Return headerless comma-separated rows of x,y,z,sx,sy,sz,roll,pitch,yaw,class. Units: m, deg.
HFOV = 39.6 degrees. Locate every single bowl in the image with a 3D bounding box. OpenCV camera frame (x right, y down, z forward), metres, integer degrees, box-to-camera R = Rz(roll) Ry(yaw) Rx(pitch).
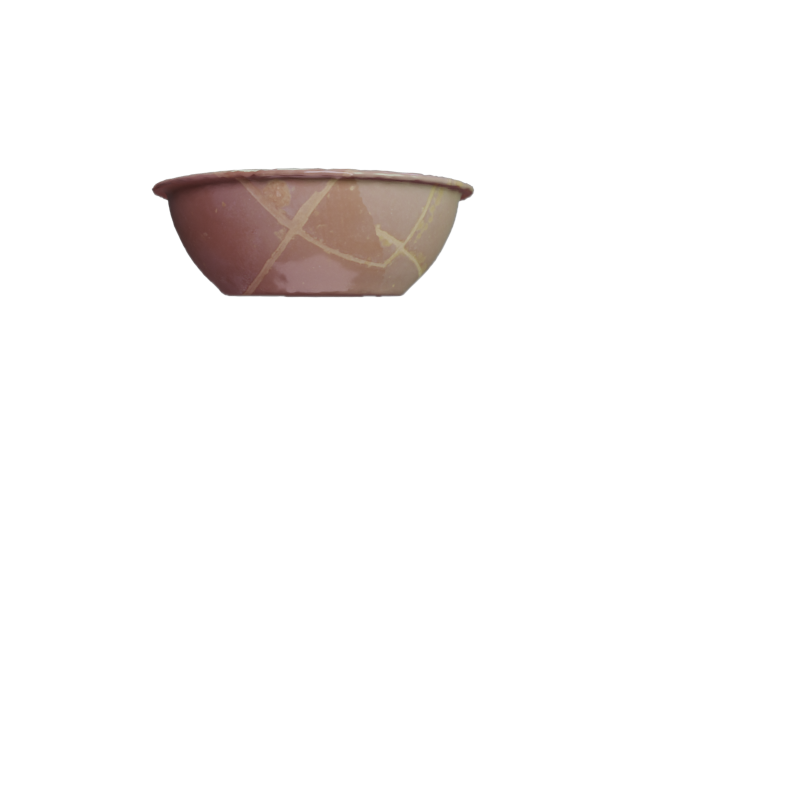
-0.044,-0.080,0.560,0.162,0.055,0.162,0,4,-2,bowl
